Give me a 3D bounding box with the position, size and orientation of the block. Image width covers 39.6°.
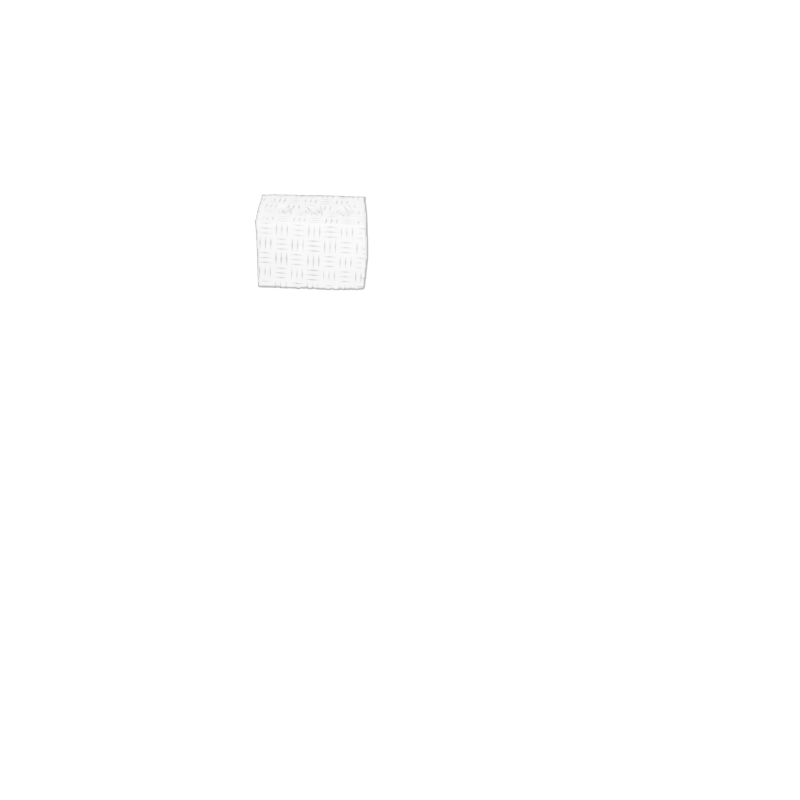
[{"bbox_3d":[-0.062,-0.112,0.787,0.078,0.048,0.056,1,28,1],"label":"block"}]
